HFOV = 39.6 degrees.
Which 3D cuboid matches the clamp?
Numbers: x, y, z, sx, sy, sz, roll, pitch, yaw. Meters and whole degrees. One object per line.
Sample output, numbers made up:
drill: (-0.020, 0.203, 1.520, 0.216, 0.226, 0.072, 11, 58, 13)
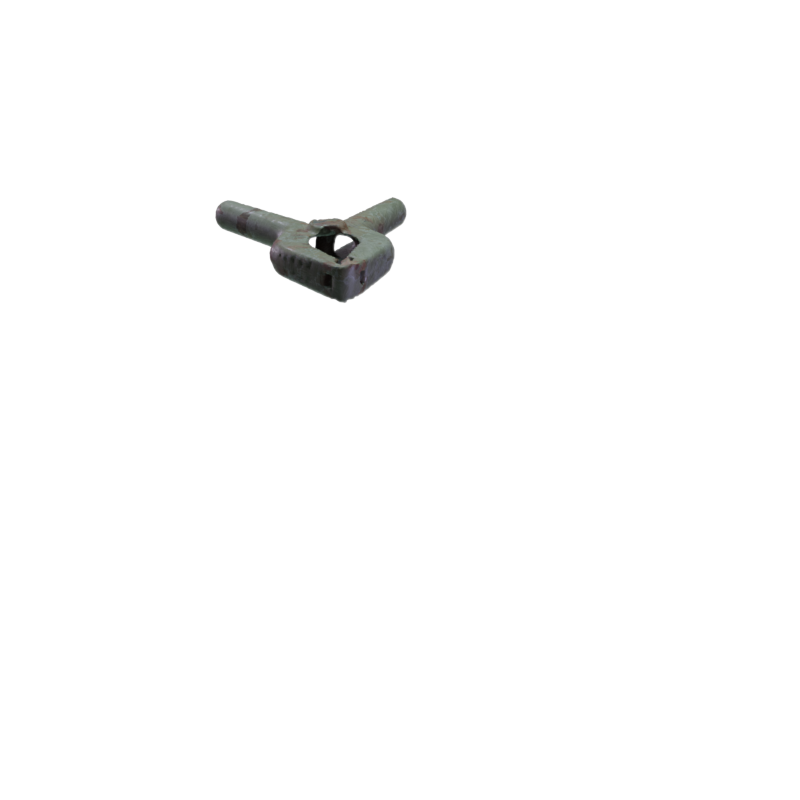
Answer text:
clamp: (-0.069, -0.125, 0.876, 0.164, 0.035, 0.220, -1, 24, -3)
